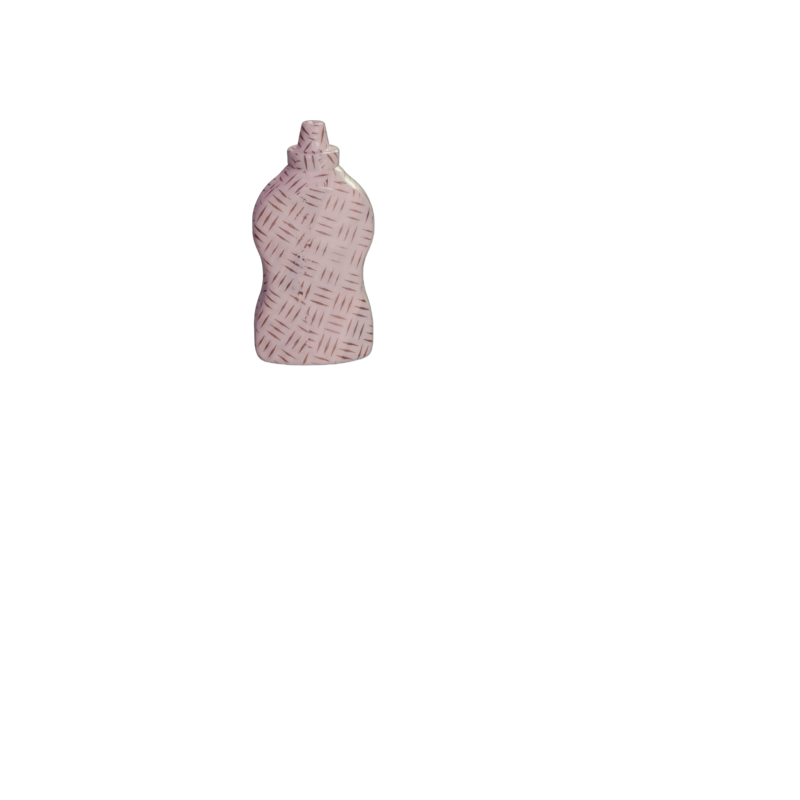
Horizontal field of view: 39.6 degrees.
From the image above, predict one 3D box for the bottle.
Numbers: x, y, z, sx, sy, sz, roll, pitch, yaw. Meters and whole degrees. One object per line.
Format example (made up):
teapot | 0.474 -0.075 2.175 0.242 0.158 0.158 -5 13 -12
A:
bottle | -0.068 -0.125 0.873 0.095 0.184 0.061 0 18 -4
